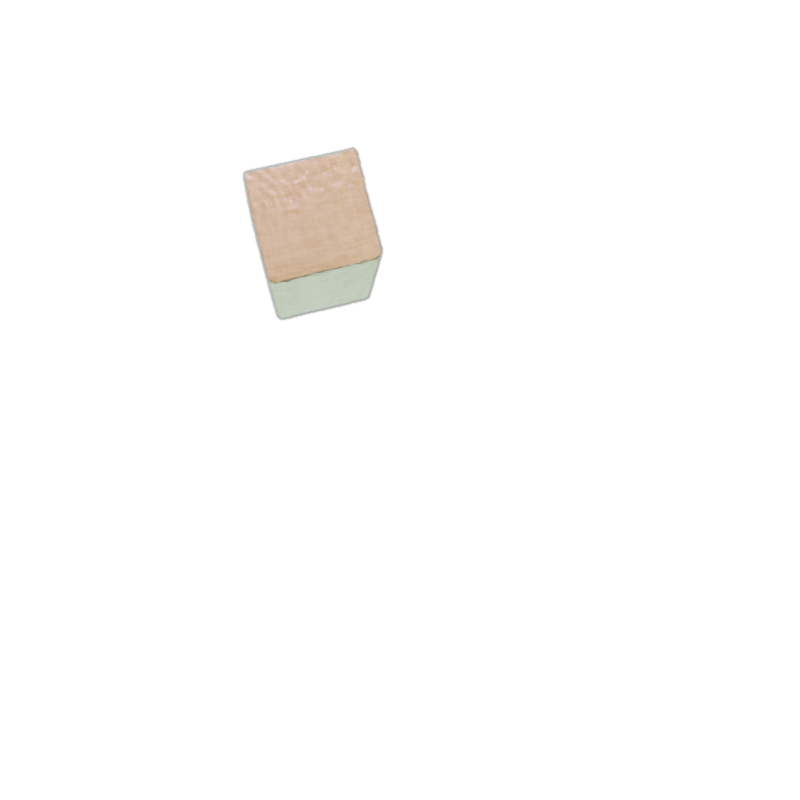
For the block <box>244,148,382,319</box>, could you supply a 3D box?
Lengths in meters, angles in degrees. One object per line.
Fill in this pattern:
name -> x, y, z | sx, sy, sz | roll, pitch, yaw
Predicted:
block -> -0.073, -0.133, 0.933 | 0.090, 0.092, 0.202 | -13, -4, -5
